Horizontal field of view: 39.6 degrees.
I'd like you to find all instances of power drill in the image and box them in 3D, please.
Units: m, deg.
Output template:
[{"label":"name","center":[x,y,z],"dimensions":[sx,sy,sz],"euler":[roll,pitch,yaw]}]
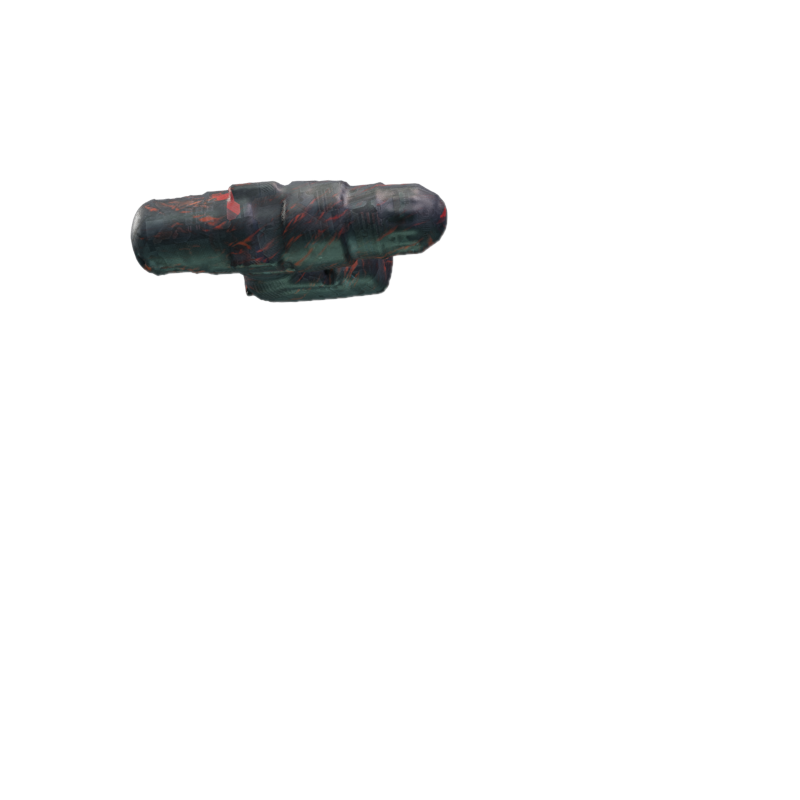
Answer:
[{"label":"power drill","center":[-0.055,-0.100,0.702],"dimensions":[0.187,0.058,0.182],"euler":[0,-2,11]}]
